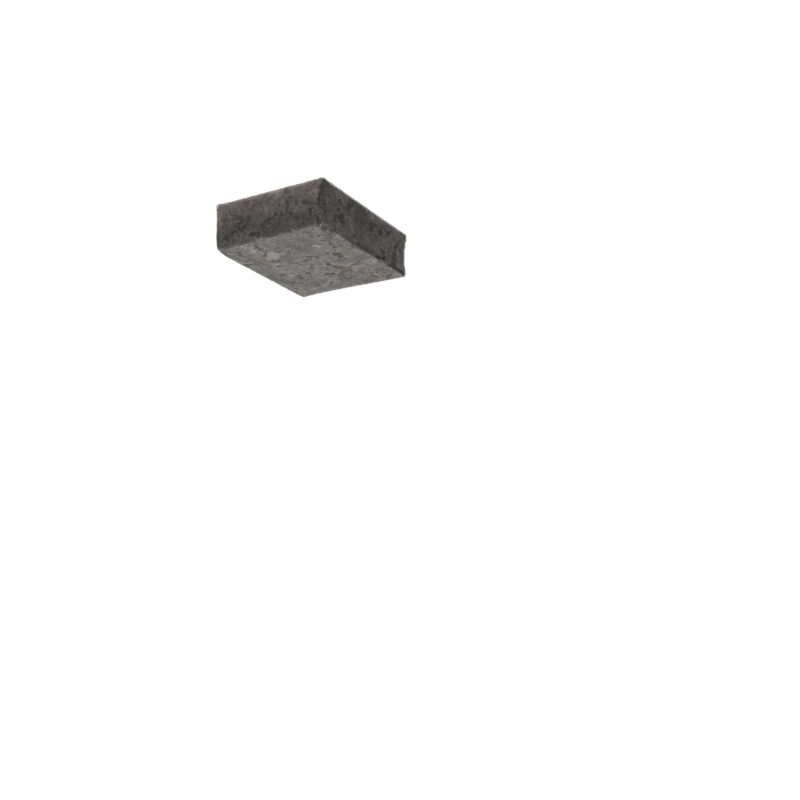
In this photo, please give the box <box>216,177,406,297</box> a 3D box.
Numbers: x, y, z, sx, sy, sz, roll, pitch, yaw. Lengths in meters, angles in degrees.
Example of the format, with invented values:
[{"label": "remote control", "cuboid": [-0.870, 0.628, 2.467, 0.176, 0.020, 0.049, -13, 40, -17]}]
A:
[{"label": "box", "cuboid": [-0.061, -0.110, 0.773, 0.092, 0.041, 0.106, -9, -18, 30]}]
